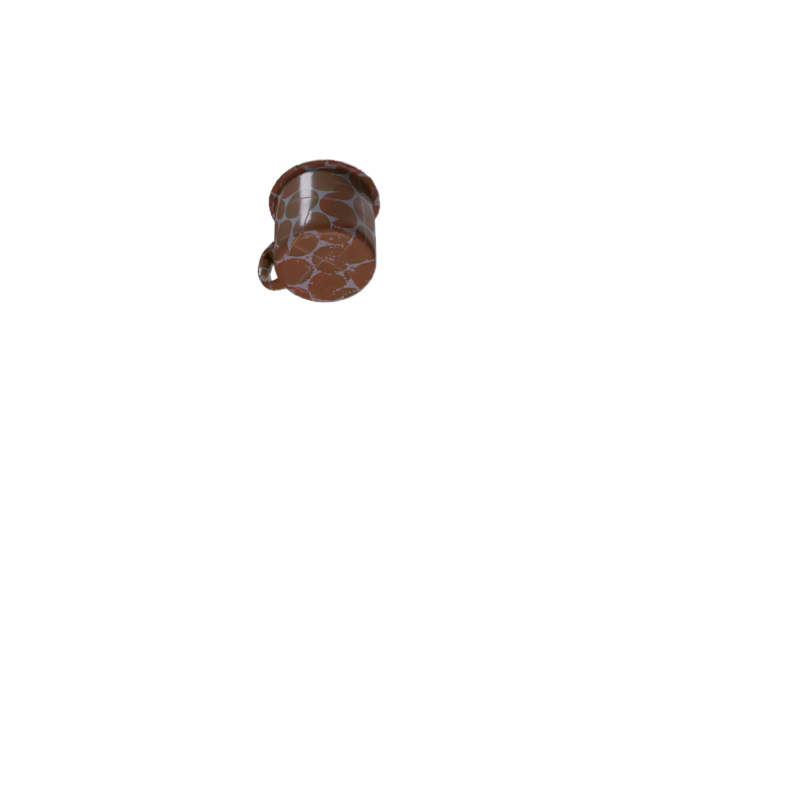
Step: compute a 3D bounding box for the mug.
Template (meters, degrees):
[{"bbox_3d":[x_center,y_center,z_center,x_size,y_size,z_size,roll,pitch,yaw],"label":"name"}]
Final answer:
[{"bbox_3d":[-0.070,-0.128,0.900,0.117,0.087,0.087,-29,-51,24],"label":"mug"}]
